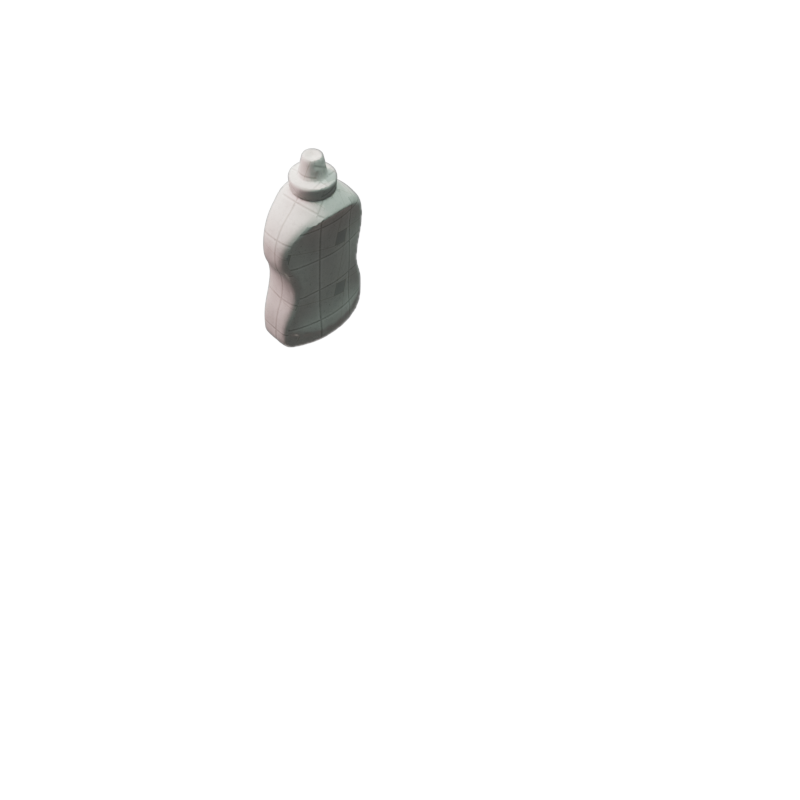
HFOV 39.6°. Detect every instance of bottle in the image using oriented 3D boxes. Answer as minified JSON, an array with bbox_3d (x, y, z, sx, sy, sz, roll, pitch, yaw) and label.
[{"bbox_3d":[-0.076,-0.138,0.963,0.096,0.179,0.062,-33,57,-29],"label":"bottle"}]
